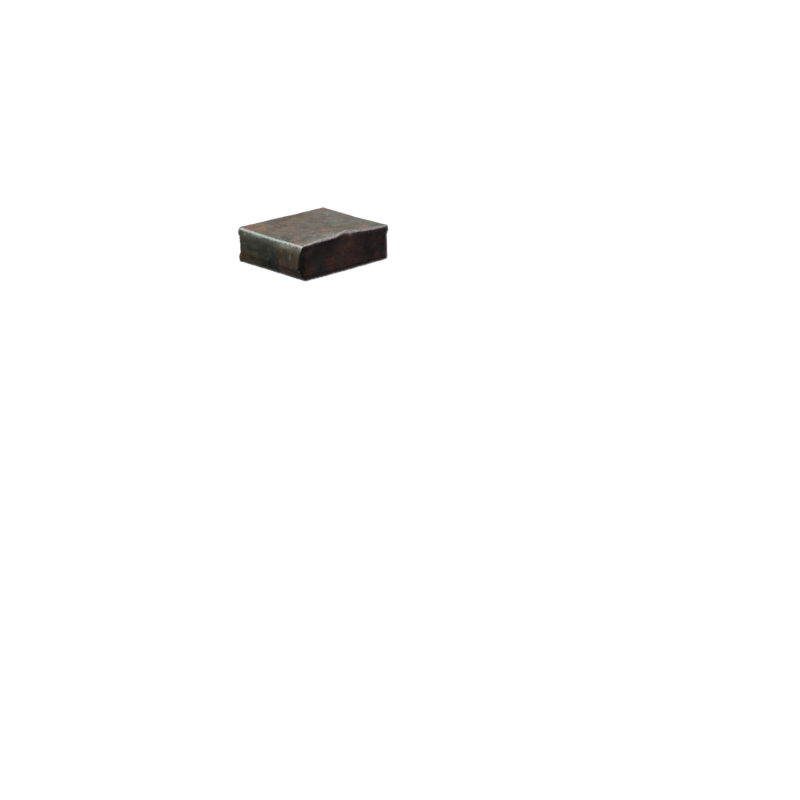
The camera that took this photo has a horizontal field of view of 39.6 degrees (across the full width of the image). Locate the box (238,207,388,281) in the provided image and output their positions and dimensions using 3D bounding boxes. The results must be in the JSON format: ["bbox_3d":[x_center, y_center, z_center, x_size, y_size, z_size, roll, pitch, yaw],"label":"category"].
[{"bbox_3d":[-0.065,-0.118,0.829,0.088,0.029,0.078,-20,30,-40],"label":"box"}]
